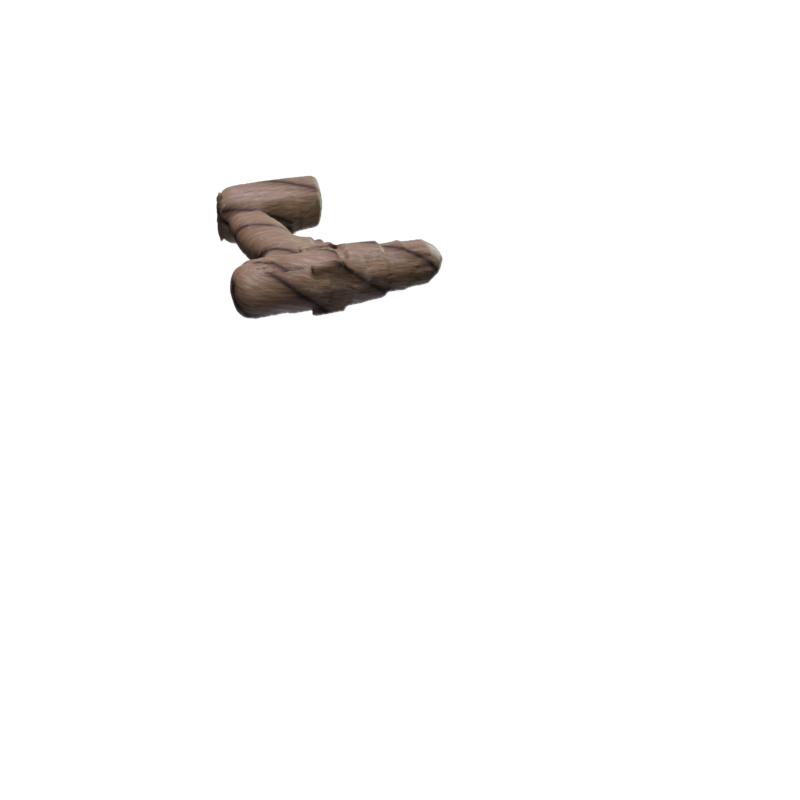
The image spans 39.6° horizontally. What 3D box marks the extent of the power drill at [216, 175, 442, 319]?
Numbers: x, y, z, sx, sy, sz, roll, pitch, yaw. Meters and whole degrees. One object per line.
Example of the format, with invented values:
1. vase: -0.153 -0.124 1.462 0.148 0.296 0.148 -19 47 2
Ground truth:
1. power drill: -0.077 -0.141 0.990 0.181 0.054 0.202 -11 32 -18
